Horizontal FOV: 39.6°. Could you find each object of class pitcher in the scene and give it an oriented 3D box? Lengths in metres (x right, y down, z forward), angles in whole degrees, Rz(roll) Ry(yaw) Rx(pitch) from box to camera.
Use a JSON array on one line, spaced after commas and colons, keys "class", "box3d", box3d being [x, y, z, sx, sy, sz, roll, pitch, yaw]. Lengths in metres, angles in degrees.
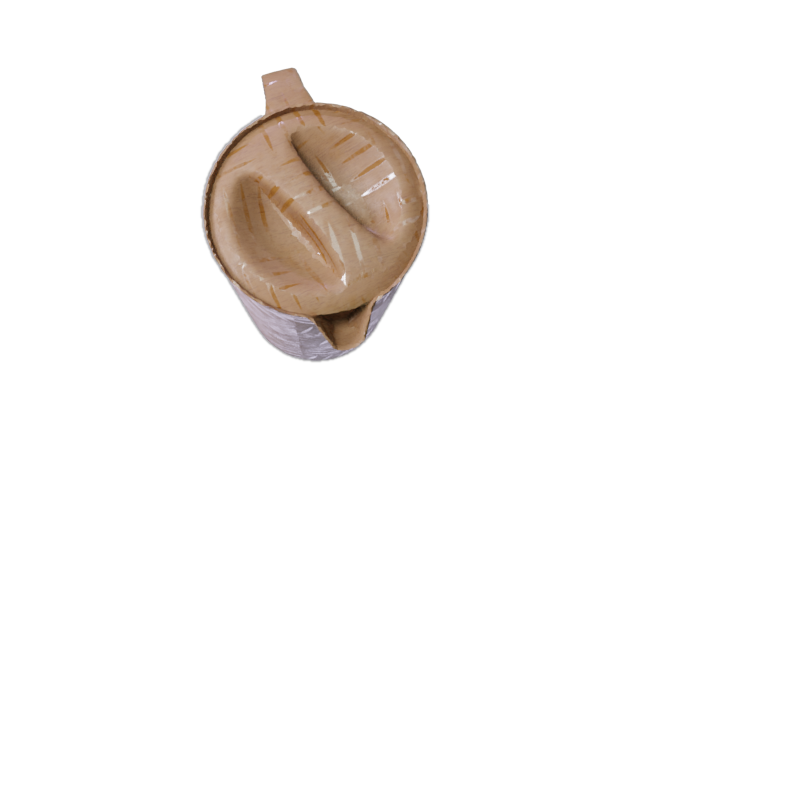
[{"class": "pitcher", "box3d": [-0.060, -0.109, 0.764, 0.147, 0.152, 0.236, 29, -10, 2]}]
